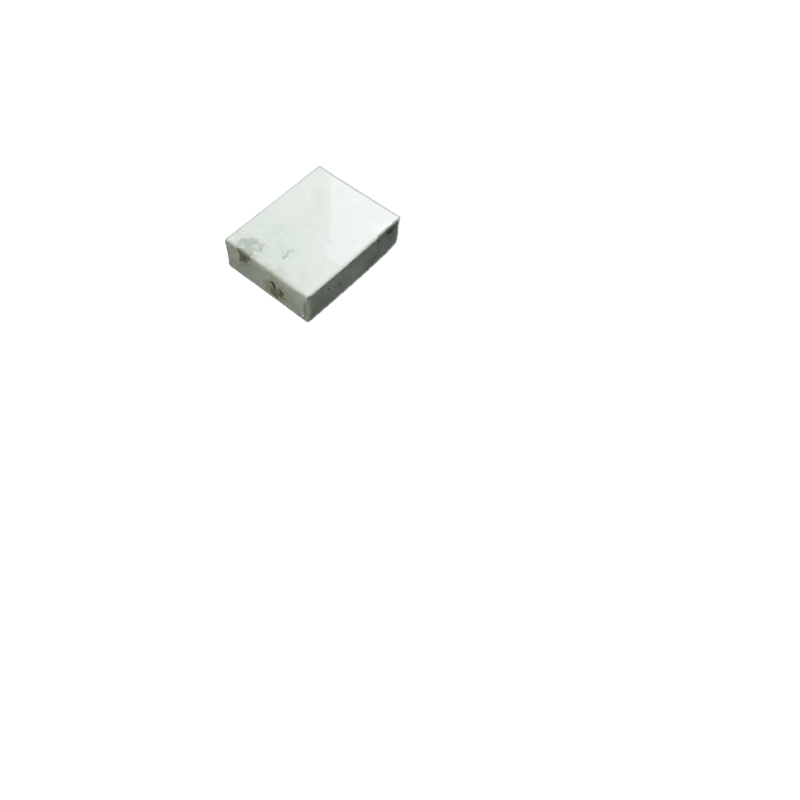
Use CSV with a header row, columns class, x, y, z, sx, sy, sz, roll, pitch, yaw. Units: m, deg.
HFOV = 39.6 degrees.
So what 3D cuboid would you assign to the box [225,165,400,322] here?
class,x,y,z,sx,sy,sz,roll,pitch,yaw
box,-0.069,-0.127,0.887,0.095,0.036,0.115,34,59,24
